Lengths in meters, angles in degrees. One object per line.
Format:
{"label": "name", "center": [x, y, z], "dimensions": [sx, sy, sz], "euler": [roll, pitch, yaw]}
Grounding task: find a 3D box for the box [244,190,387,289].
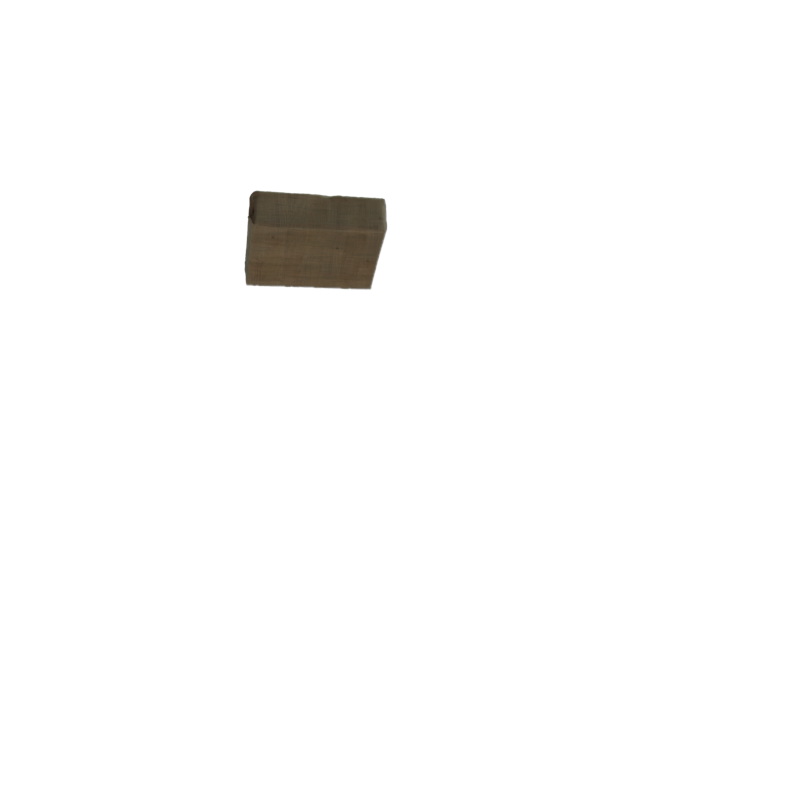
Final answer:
{"label": "box", "center": [-0.058, -0.105, 0.736], "dimensions": [0.089, 0.032, 0.069], "euler": [3, -29, -6]}
